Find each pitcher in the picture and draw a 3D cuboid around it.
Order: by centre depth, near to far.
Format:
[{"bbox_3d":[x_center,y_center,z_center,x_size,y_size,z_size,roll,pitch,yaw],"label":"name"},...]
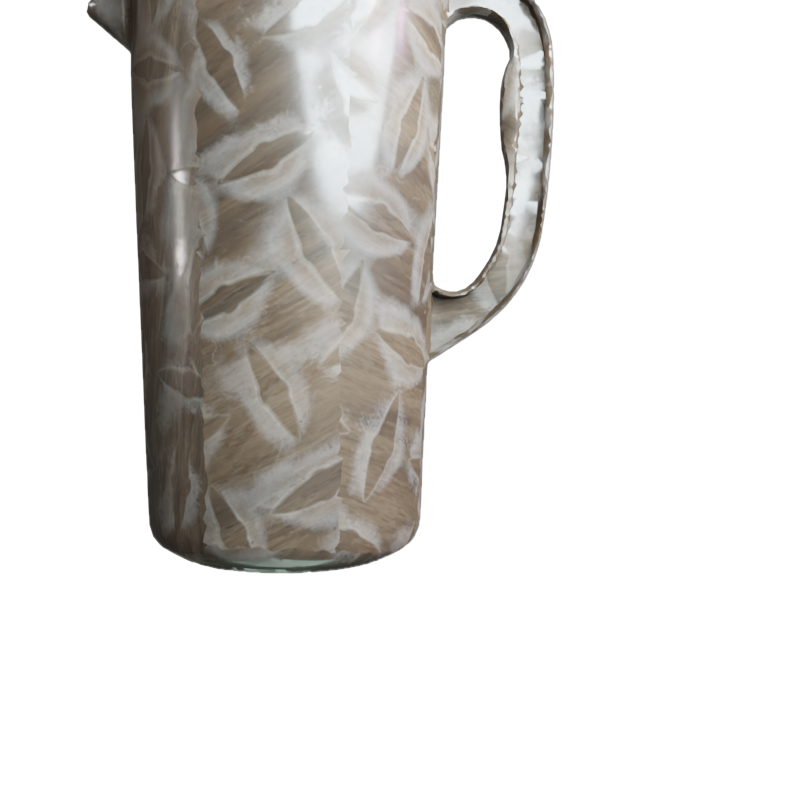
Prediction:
[{"bbox_3d":[-0.035,-0.064,0.446,0.139,0.244,0.155,0,0,-42],"label":"pitcher"}]
